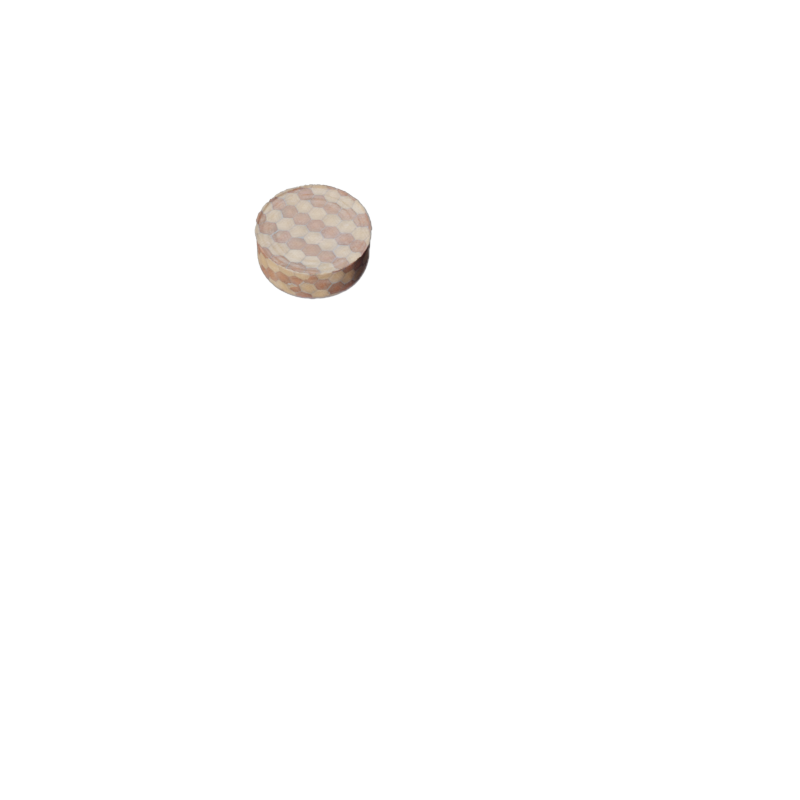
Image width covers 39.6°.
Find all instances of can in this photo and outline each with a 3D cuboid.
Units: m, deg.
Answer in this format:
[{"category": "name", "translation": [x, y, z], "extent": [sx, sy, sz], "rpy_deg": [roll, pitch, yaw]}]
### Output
[{"category": "can", "translation": [-0.064, -0.117, 0.822], "extent": [0.086, 0.092, 0.031], "rpy_deg": [-1, -36, -1]}]
